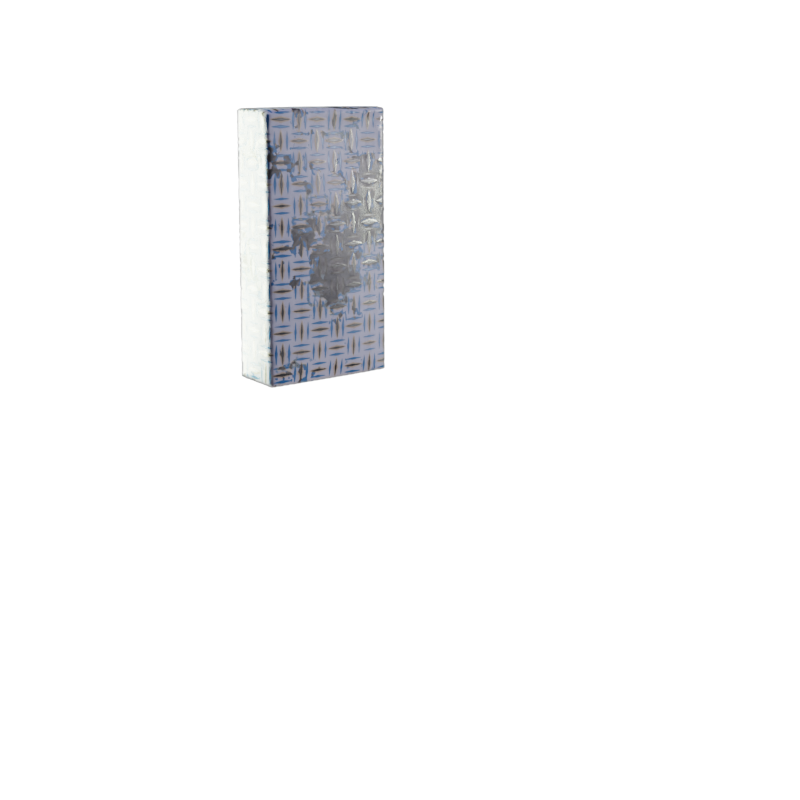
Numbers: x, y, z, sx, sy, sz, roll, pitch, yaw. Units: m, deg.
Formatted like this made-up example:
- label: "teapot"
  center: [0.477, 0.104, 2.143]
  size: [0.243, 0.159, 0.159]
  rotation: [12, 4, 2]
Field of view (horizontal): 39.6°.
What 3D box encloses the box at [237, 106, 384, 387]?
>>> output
- label: "box"
  center: [-0.057, -0.104, 0.727]
  size: [0.091, 0.172, 0.051]
  rotation: [-7, 13, -35]
